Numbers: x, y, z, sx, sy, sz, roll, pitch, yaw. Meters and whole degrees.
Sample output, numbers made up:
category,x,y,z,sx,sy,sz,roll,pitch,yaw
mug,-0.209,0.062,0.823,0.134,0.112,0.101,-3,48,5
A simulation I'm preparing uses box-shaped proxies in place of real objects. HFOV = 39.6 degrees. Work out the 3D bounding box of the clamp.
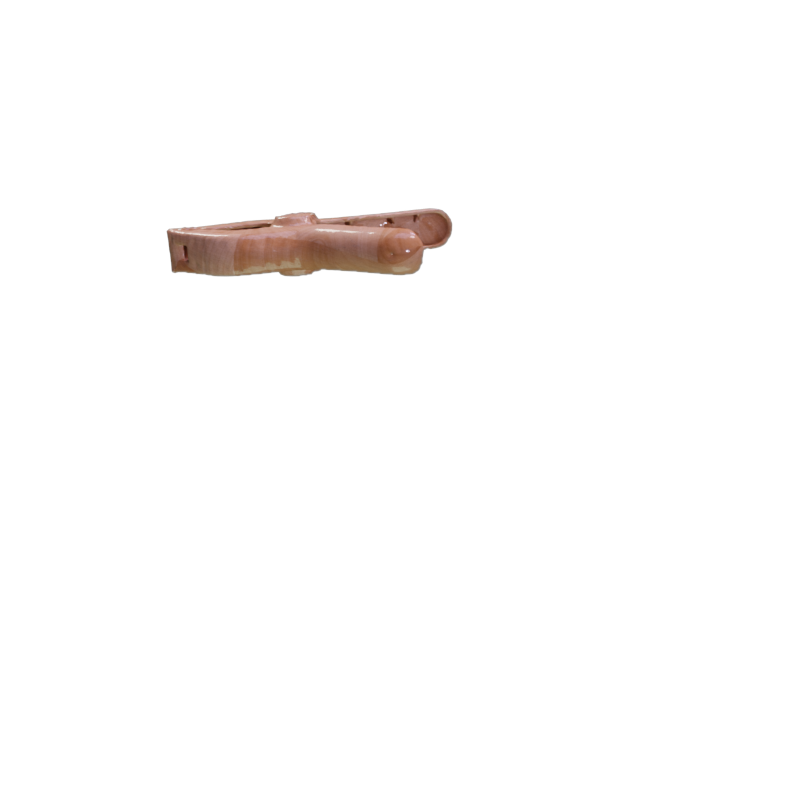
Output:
category,x,y,z,sx,sy,sz,roll,pitch,yaw
clamp,-0.052,-0.095,0.663,0.177,0.039,0.118,4,11,22
